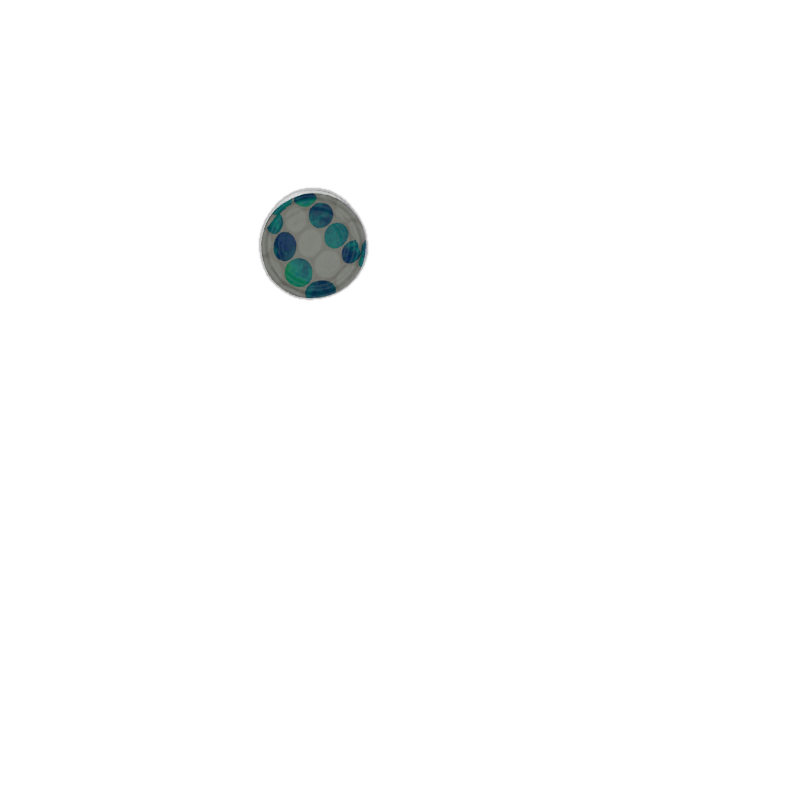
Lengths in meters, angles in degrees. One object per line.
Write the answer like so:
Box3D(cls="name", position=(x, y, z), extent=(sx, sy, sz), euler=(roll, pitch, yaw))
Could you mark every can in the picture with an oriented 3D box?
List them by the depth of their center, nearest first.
Box3D(cls="can", position=(-0.057, -0.104, 0.731), extent=(0.068, 0.068, 0.104), euler=(0, 9, -3))
